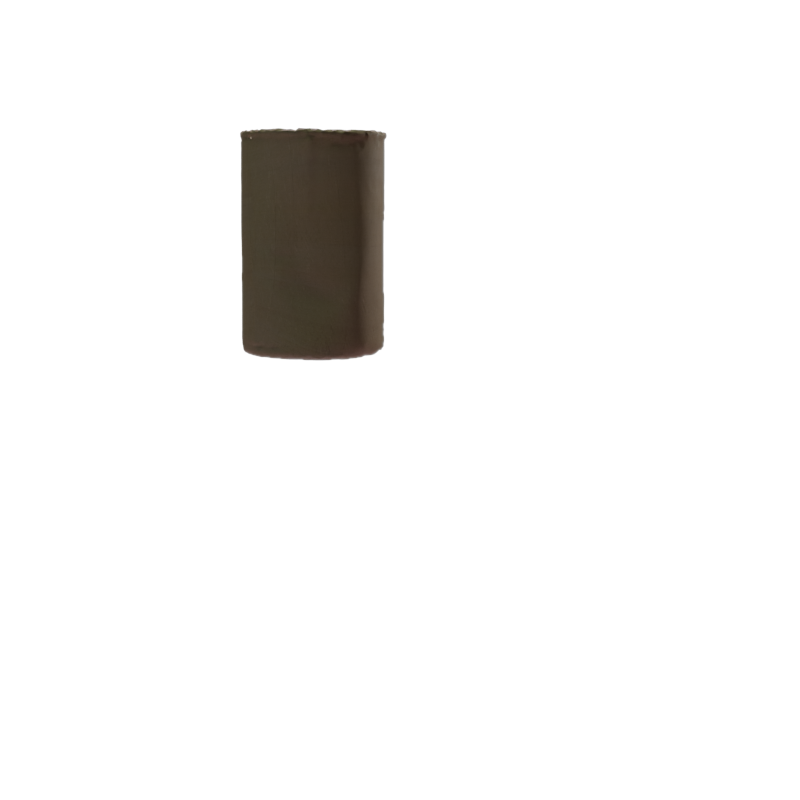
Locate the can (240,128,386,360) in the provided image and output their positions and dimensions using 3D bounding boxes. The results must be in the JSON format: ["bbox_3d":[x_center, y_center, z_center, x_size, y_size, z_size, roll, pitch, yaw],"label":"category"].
[{"bbox_3d":[-0.040,-0.074,0.517,0.068,0.101,0.069,0,5,-2],"label":"can"}]
